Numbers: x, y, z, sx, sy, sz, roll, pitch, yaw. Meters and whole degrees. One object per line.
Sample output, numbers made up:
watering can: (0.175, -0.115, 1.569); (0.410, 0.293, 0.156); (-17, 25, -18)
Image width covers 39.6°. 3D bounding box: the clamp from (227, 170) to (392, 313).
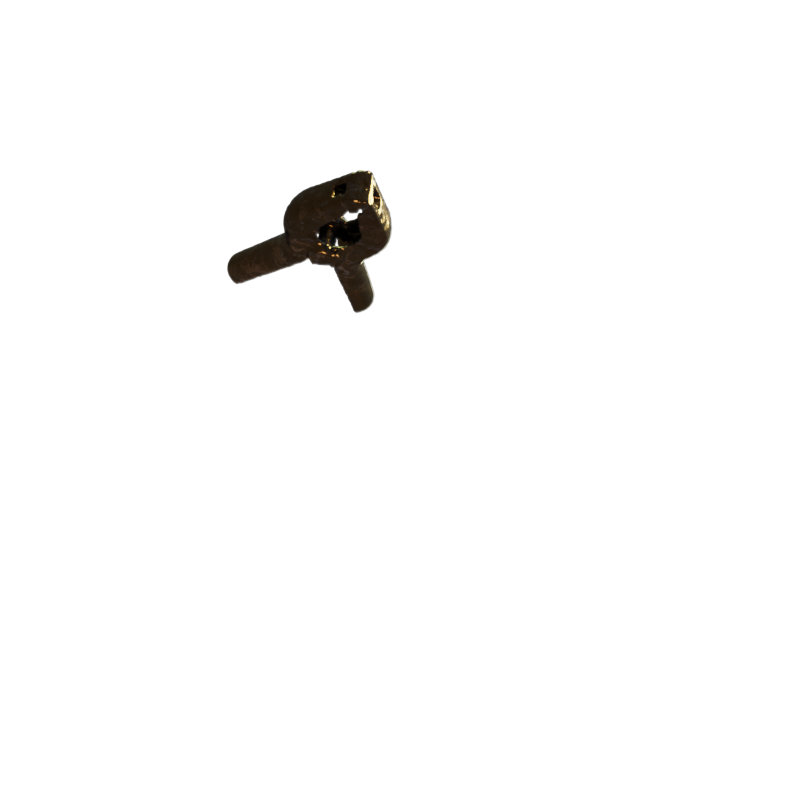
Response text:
clamp: (-0.065, -0.119, 0.831); (0.118, 0.042, 0.163); (5, -27, -10)
